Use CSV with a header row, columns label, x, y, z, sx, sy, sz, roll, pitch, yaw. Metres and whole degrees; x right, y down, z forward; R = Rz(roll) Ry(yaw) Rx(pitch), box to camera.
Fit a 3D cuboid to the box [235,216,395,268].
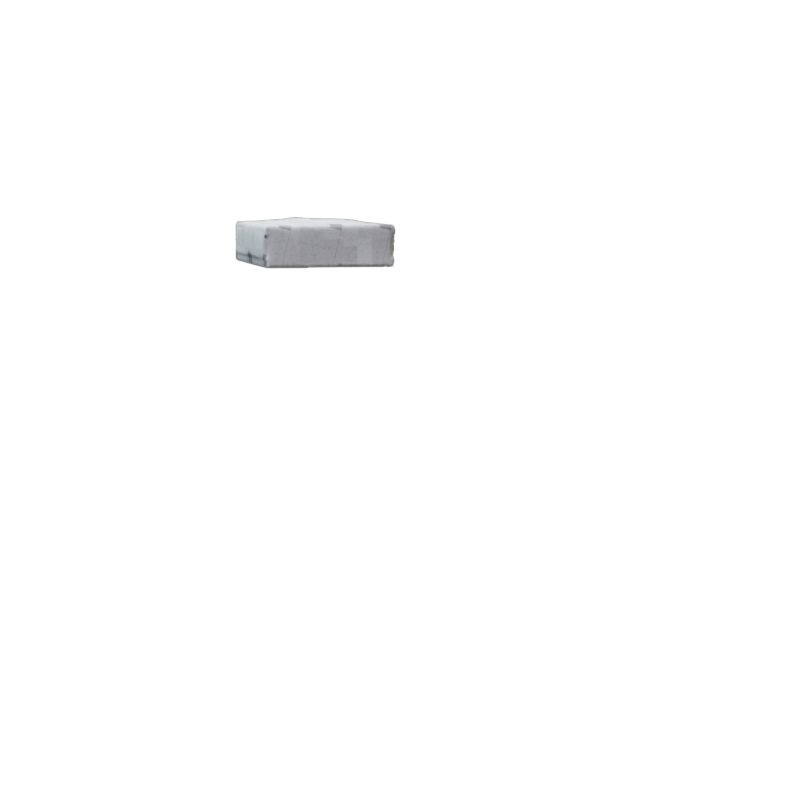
label,x,y,z,sx,sy,sz,roll,pitch,yaw
box,-0.057,-0.105,0.734,0.087,0.030,0.076,-4,12,-21
